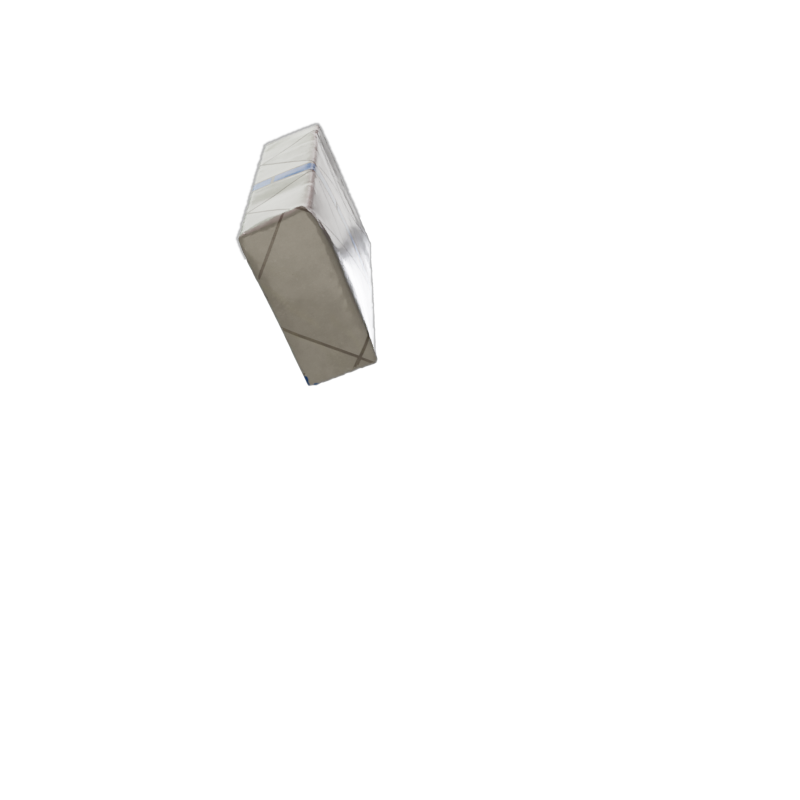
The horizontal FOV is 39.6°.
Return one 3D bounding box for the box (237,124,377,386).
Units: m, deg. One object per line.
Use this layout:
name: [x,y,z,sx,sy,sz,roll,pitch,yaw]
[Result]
box: [-0.050,-0.091,0.638,0.048,0.089,0.185,-22,24,6]
